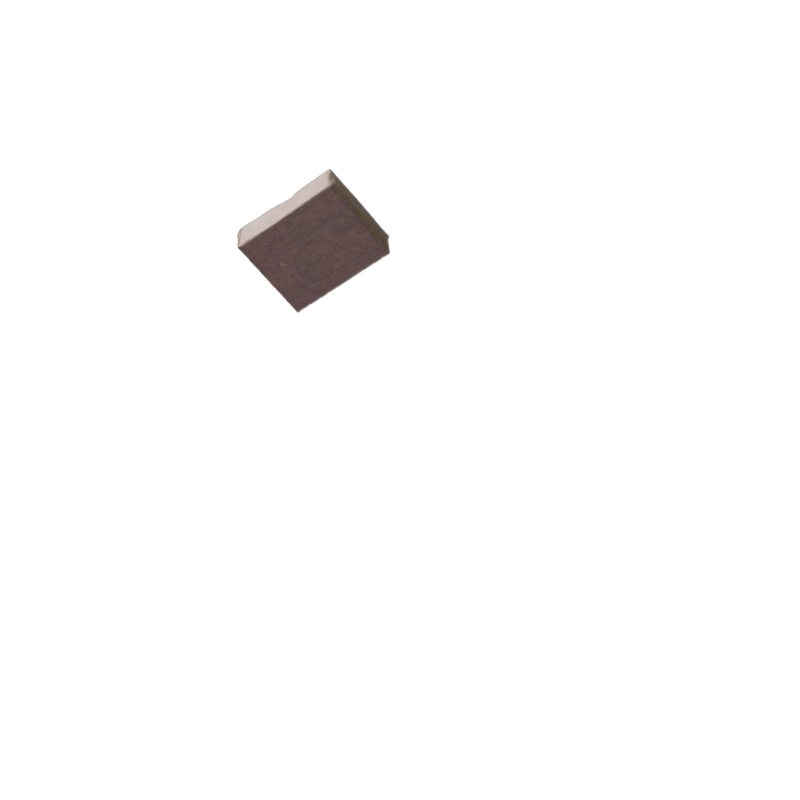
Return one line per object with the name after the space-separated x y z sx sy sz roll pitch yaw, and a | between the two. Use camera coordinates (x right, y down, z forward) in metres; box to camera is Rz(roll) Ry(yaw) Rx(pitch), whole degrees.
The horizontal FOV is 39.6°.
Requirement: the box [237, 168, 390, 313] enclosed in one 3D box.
-0.064 -0.117 0.817 0.089 0.069 0.032 -31 30 19 | box
